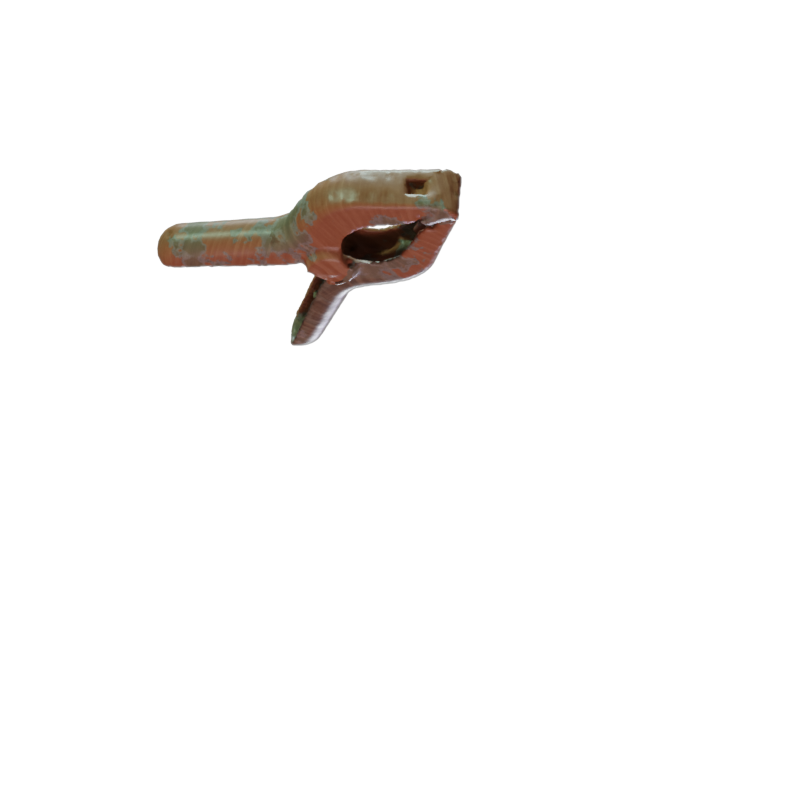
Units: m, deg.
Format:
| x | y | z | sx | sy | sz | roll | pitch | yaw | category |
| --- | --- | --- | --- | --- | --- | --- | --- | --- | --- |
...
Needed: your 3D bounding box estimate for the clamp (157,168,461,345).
| x | y | z | sx | sy | sz | roll | pitch | yaw | category |
| --- | --- | --- | --- | --- | --- | --- | --- | --- | --- |
| -0.047 | -0.085 | 0.594 | 0.113 | 0.042 | 0.171 | 22 | -35 | -35 | clamp |
